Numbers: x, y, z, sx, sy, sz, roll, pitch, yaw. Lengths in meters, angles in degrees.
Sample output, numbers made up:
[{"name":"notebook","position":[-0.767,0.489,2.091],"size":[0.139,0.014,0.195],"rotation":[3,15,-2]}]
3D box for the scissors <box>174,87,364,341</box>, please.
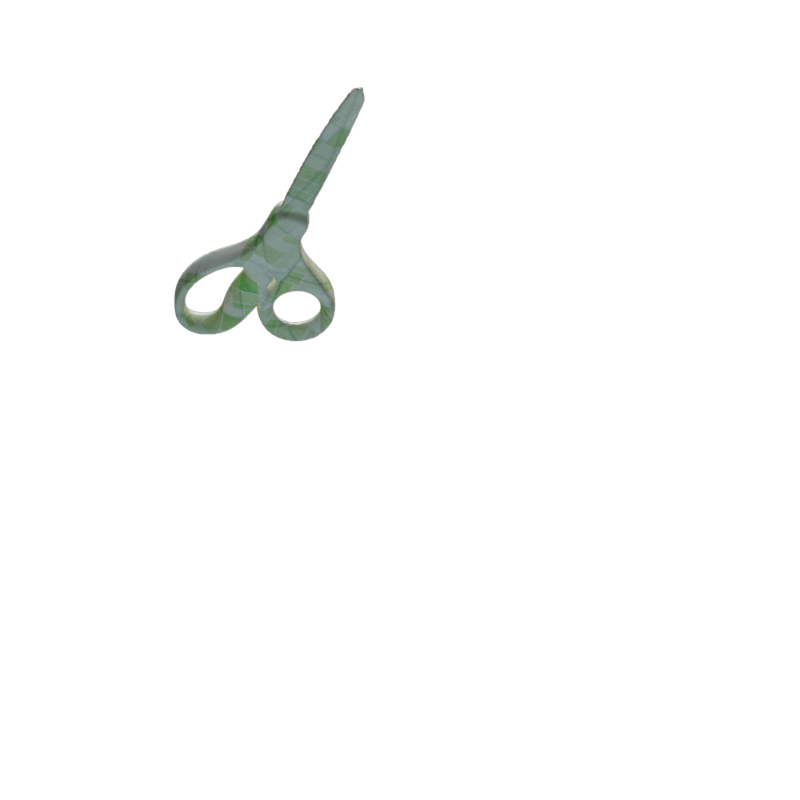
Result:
[{"name":"scissors","position":[-0.044,-0.081,0.564],"size":[0.091,0.017,0.199],"rotation":[22,-38,-32]}]
